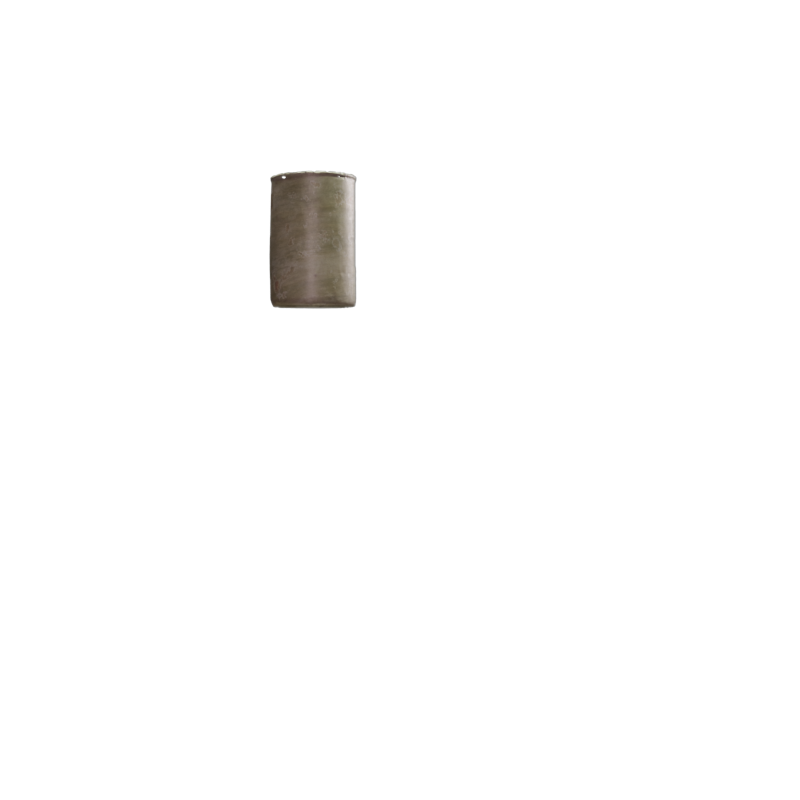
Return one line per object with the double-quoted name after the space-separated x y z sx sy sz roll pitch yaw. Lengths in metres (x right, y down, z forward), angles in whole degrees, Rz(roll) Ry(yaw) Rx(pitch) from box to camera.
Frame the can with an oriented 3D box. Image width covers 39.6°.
-0.068 -0.124 0.867 0.068 0.104 0.068 0 -4 -2 "can"
